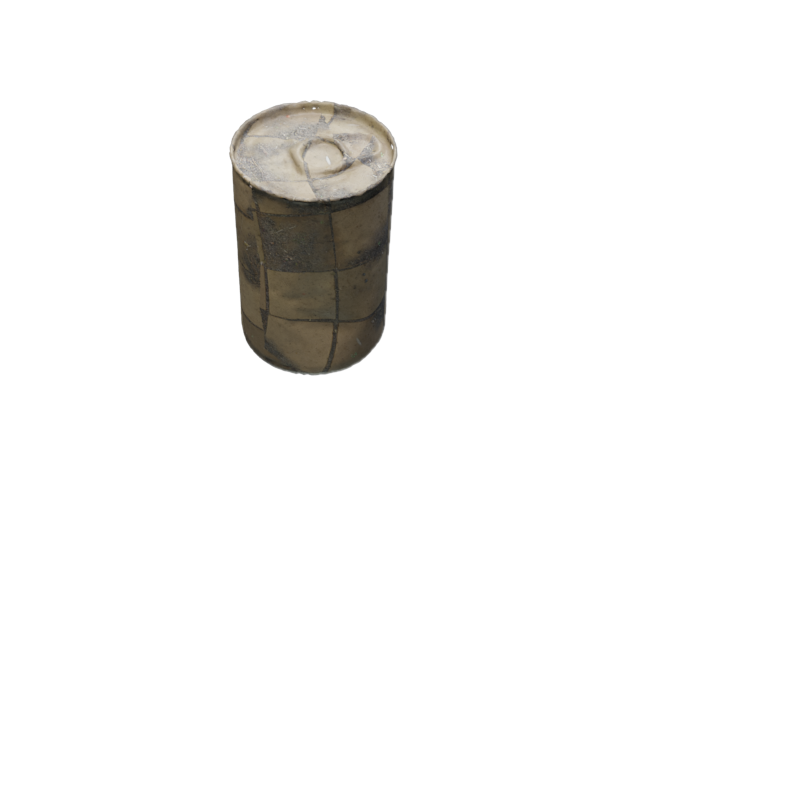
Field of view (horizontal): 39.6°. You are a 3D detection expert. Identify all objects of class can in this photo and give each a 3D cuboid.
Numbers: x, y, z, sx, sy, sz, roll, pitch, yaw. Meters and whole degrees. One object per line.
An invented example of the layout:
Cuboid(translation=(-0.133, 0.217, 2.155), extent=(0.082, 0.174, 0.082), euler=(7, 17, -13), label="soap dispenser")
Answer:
Cuboid(translation=(-0.038, -0.069, 0.481), extent=(0.068, 0.095, 0.074), euler=(0, 45, -3), label="can")
